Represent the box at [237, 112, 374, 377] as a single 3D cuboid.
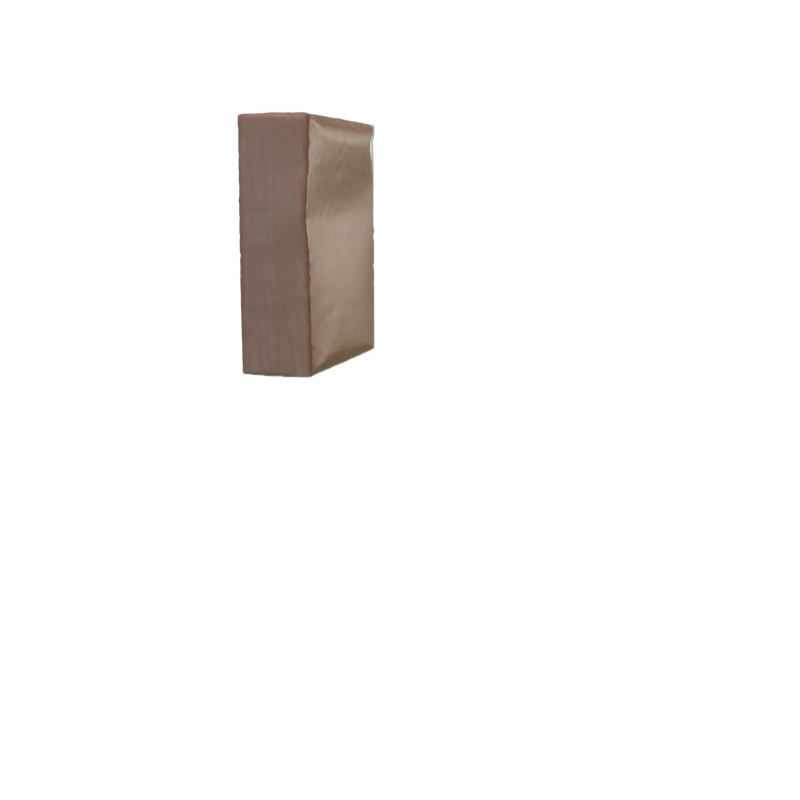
[{"bbox_3d":[-0.075,-0.137,0.963,0.074,0.212,0.162,1,6,19],"label":"box"}]
